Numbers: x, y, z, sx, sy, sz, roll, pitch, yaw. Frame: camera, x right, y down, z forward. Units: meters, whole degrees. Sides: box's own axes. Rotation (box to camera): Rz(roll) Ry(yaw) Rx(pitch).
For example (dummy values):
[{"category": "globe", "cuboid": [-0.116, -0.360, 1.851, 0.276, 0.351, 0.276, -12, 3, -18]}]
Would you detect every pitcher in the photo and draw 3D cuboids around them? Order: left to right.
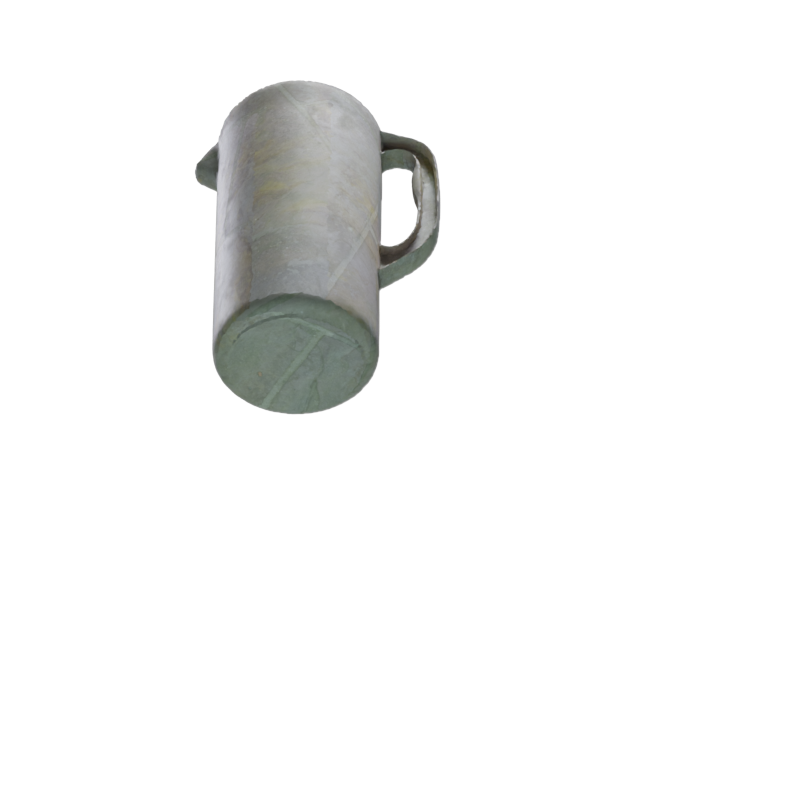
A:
[{"category": "pitcher", "cuboid": [-0.062, -0.114, 0.797, 0.137, 0.261, 0.147, 31, -55, -29]}]
